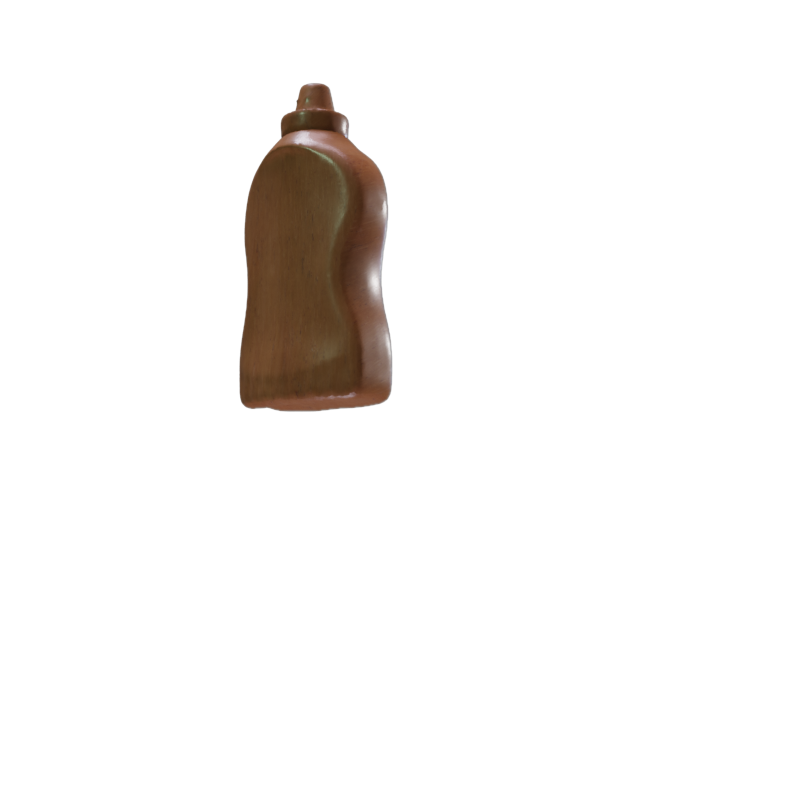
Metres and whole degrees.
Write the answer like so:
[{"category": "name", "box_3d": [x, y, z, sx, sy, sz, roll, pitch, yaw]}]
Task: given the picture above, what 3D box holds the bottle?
[{"category": "bottle", "box_3d": [-0.050, -0.092, 0.646, 0.098, 0.198, 0.055, -12, -17, 43]}]
